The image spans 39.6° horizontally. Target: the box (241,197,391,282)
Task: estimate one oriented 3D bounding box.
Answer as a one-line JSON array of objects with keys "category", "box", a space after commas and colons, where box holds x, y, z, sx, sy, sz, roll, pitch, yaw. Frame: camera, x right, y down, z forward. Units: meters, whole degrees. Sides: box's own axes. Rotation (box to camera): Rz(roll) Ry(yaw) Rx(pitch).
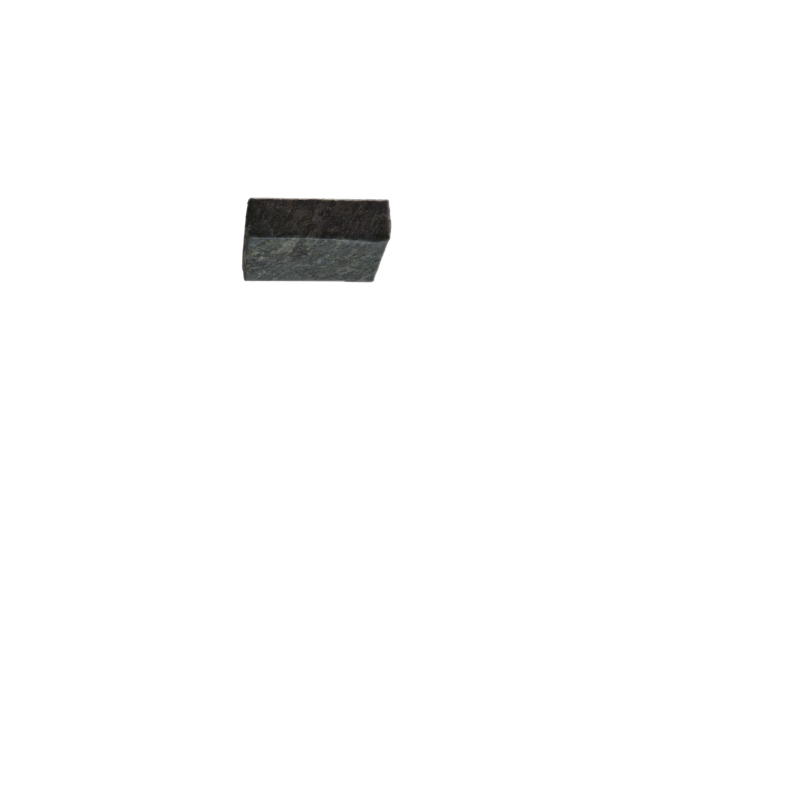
[{"category": "box", "box": [-0.069, -0.127, 0.888, 0.112, 0.041, 0.087, 2, -18, -7]}]
